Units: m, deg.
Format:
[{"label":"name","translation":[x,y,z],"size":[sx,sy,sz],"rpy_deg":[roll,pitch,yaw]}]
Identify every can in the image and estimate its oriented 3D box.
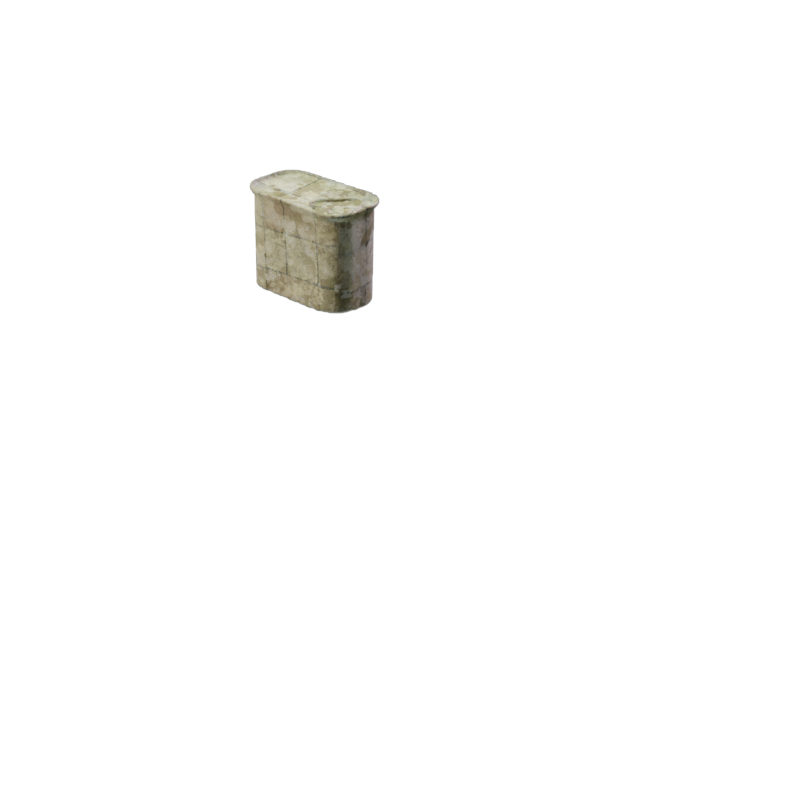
[{"label":"can","translation":[-0.066,-0.121,0.849],"size":[0.108,0.079,0.057],"rpy_deg":[24,34,36]}]
